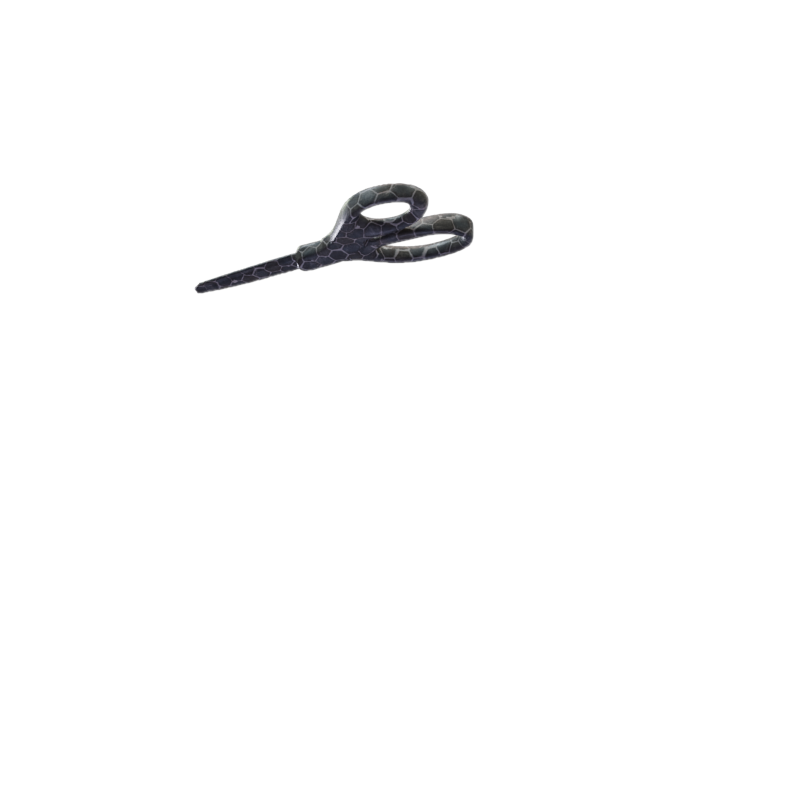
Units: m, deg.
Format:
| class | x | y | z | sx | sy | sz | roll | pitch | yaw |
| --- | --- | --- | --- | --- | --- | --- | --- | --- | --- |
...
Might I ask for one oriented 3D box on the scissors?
| class | x | y | z | sx | sy | sz | roll | pitch | yaw |
| --- | --- | --- | --- | --- | --- | --- | --- | --- | --- |
| scissors | -0.056 | -0.101 | 0.711 | 0.205 | 0.017 | 0.090 | -6 | -22 | 15 |
